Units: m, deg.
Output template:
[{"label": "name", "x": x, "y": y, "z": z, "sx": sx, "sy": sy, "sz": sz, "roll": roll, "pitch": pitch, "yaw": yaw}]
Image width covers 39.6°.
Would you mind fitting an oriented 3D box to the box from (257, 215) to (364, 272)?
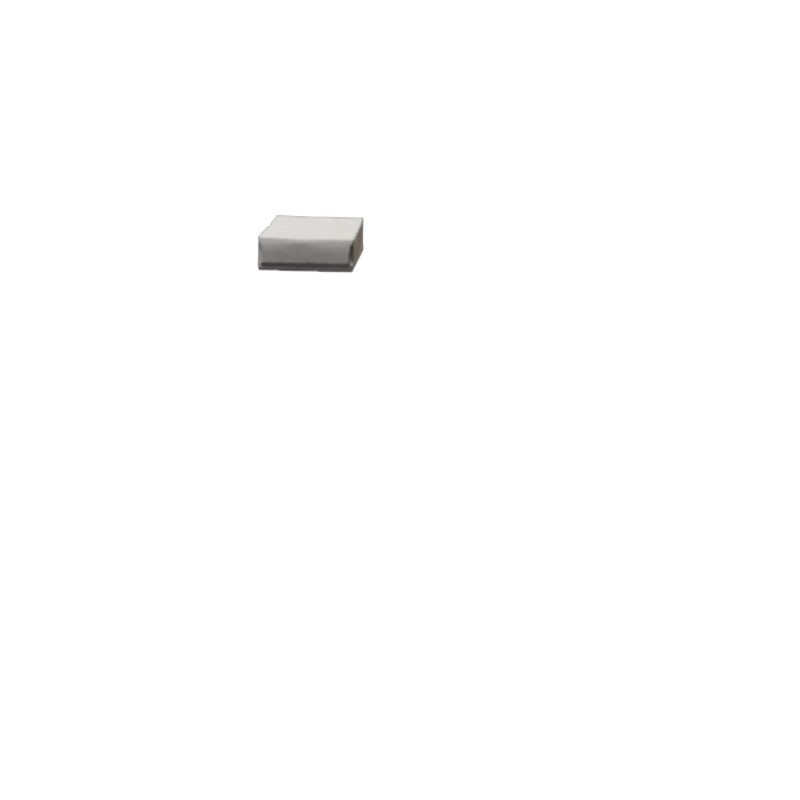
[{"label": "box", "x": -0.068, "y": -0.124, "z": 0.871, "sx": 0.074, "sy": 0.029, "sz": 0.092, "roll": 2, "pitch": 19, "yaw": 5}]
